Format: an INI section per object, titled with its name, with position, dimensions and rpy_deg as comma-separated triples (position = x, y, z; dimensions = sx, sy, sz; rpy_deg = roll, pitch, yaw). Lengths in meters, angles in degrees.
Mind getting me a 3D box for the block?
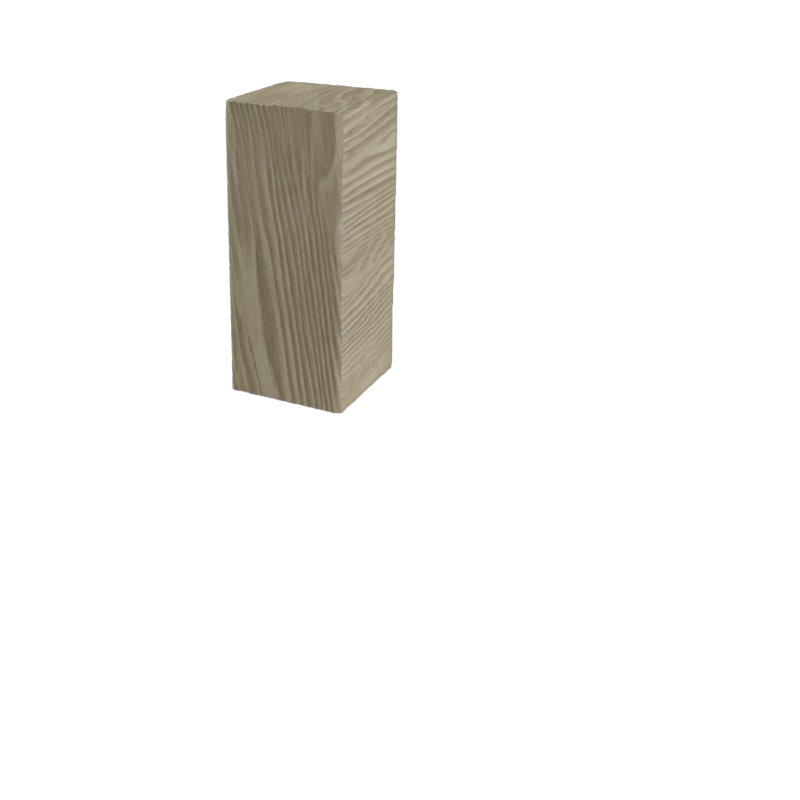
[block]
position = -0.061, -0.110, 0.771
dimensions = 0.094, 0.197, 0.091
rpy_deg = 10, 22, 22
